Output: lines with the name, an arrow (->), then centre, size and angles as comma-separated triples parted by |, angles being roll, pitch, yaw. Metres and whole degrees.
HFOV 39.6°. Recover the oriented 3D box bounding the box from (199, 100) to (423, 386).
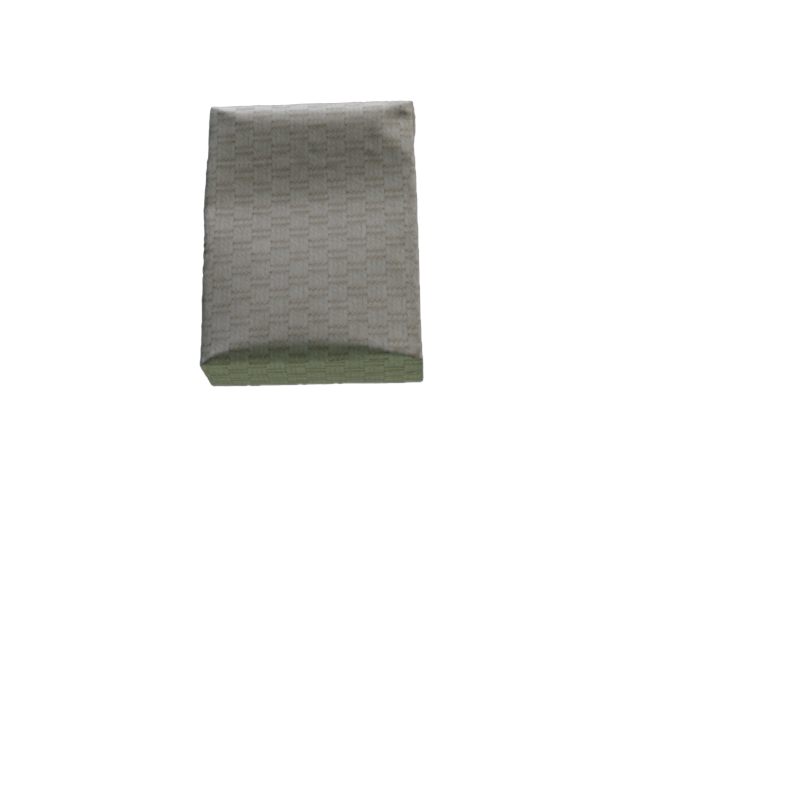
box -> -0.067, -0.122, 0.853 | 0.165, 0.224, 0.068 | -2, -19, 2
